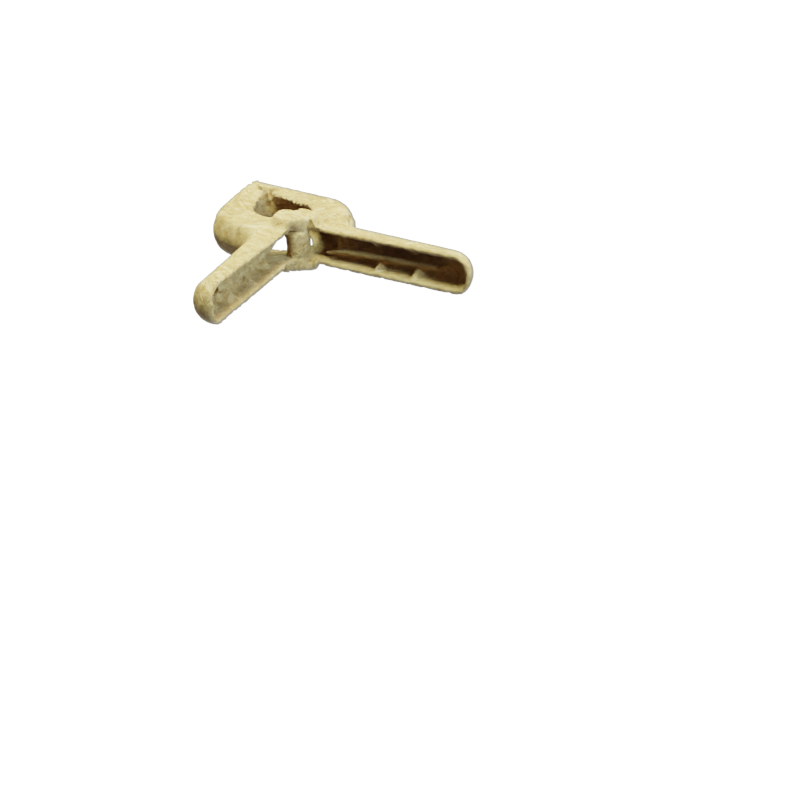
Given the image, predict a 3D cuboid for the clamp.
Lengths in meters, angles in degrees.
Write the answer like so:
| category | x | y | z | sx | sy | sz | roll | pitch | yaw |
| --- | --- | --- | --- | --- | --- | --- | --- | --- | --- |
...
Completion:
| category | x | y | z | sx | sy | sz | roll | pitch | yaw |
| --- | --- | --- | --- | --- | --- | --- | --- | --- | --- |
| clamp | -0.056 | -0.101 | 0.711 | 0.162 | 0.035 | 0.223 | -5 | 25 | -11 |
